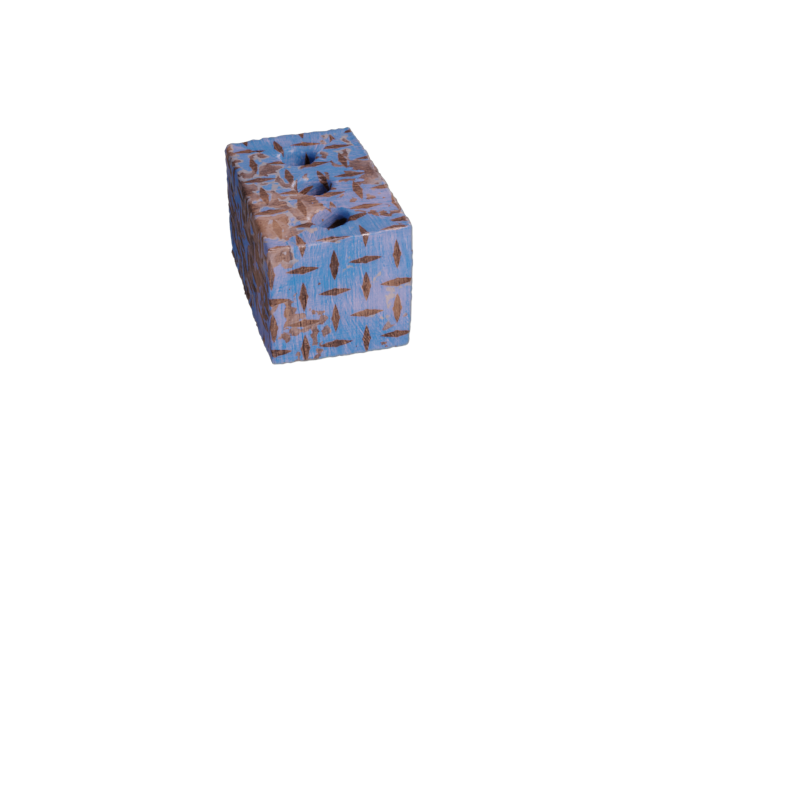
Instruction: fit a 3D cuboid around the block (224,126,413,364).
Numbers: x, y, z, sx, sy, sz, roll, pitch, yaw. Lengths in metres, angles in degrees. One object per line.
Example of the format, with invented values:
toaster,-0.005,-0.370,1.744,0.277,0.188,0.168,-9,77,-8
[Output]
block,-0.032,-0.059,0.414,0.052,0.048,0.084,-10,40,-15
